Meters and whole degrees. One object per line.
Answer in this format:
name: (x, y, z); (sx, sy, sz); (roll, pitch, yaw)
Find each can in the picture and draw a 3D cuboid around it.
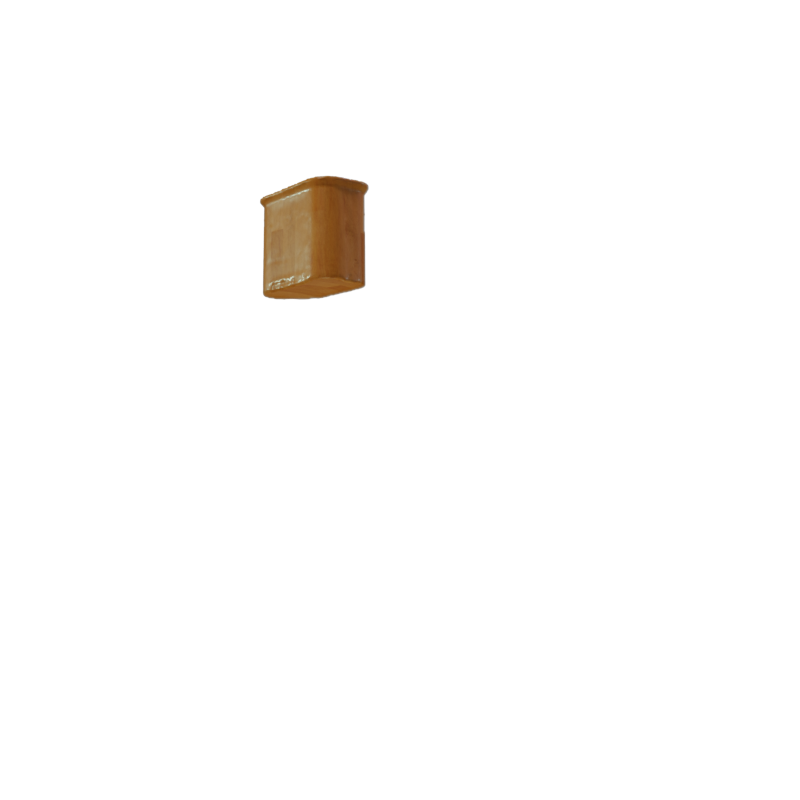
can: (-0.072, -0.130, 0.913); (0.055, 0.086, 0.104); (8, -11, -38)
